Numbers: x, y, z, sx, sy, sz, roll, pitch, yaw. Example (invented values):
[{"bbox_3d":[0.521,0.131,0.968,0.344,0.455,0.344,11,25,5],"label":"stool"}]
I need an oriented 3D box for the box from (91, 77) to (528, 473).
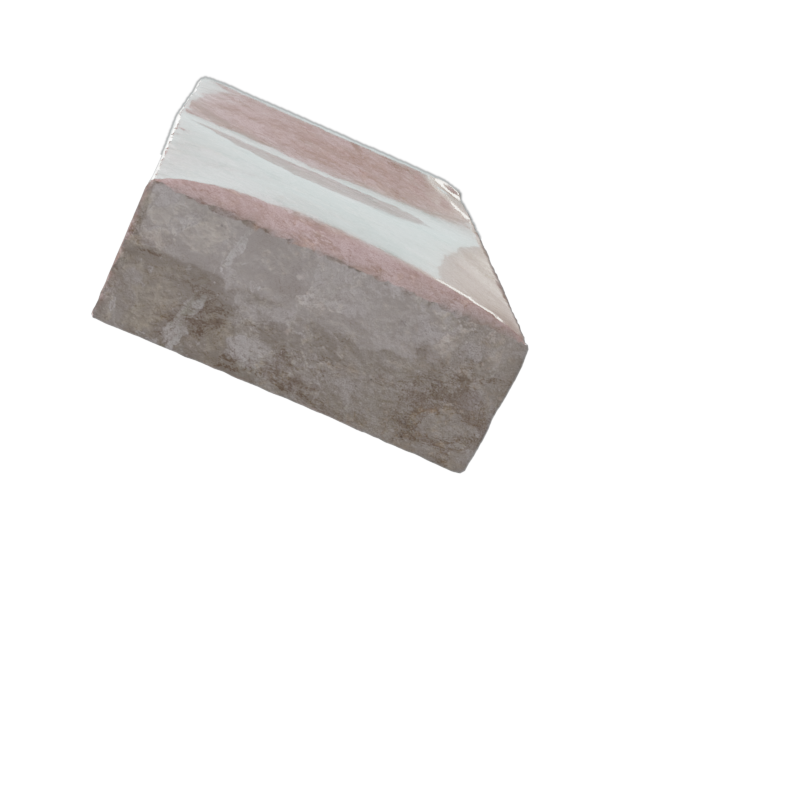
[{"bbox_3d":[-0.041,-0.075,0.523,0.161,0.070,0.225,22,22,-12],"label":"box"}]
